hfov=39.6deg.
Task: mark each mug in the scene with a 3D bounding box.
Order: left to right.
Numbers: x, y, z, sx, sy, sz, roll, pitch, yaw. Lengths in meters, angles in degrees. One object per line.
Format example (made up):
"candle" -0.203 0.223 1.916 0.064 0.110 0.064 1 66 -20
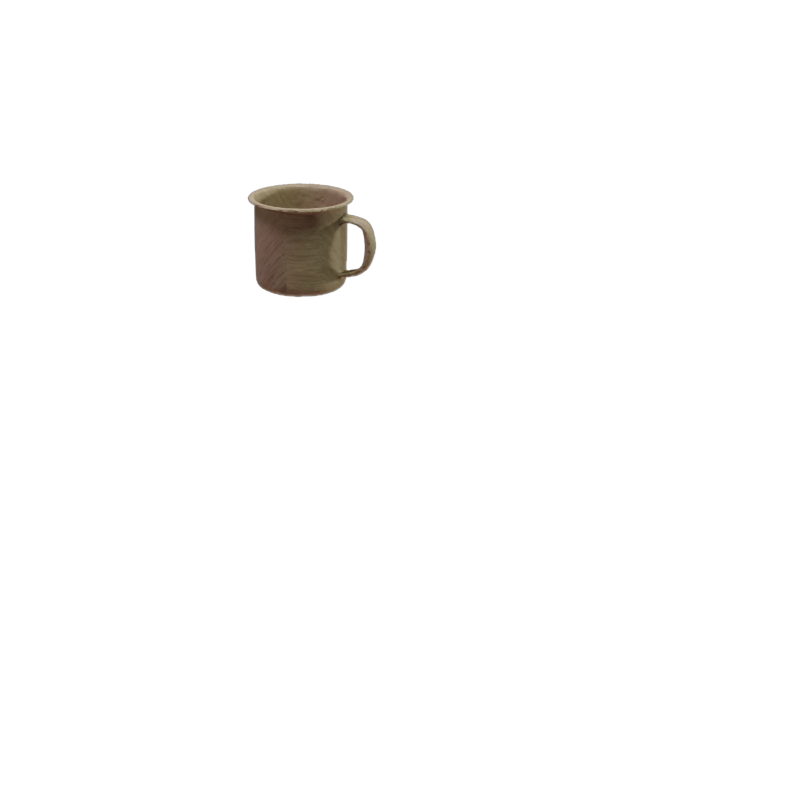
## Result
"mug" -0.076 -0.139 0.976 0.121 0.078 0.094 9 23 20
